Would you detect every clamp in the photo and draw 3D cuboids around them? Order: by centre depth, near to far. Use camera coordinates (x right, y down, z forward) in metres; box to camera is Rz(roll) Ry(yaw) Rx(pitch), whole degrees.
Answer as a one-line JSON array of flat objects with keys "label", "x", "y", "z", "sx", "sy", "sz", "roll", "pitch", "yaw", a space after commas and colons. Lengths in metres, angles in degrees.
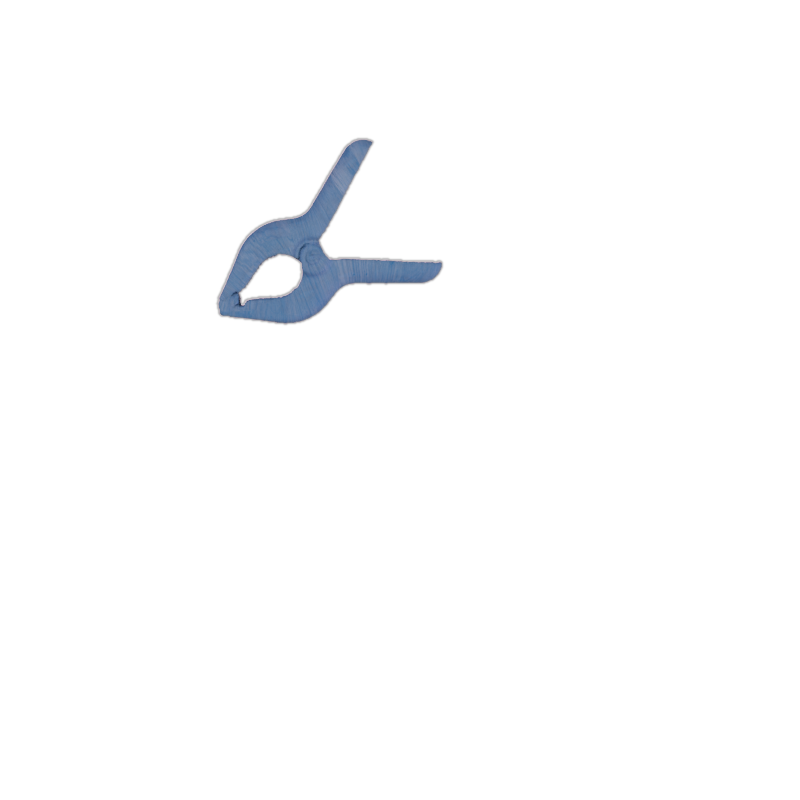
[{"label": "clamp", "x": -0.066, "y": -0.121, "z": 0.845, "sx": 0.171, "sy": 0.123, "sz": 0.038, "roll": -21, "pitch": -7, "yaw": -3}]
